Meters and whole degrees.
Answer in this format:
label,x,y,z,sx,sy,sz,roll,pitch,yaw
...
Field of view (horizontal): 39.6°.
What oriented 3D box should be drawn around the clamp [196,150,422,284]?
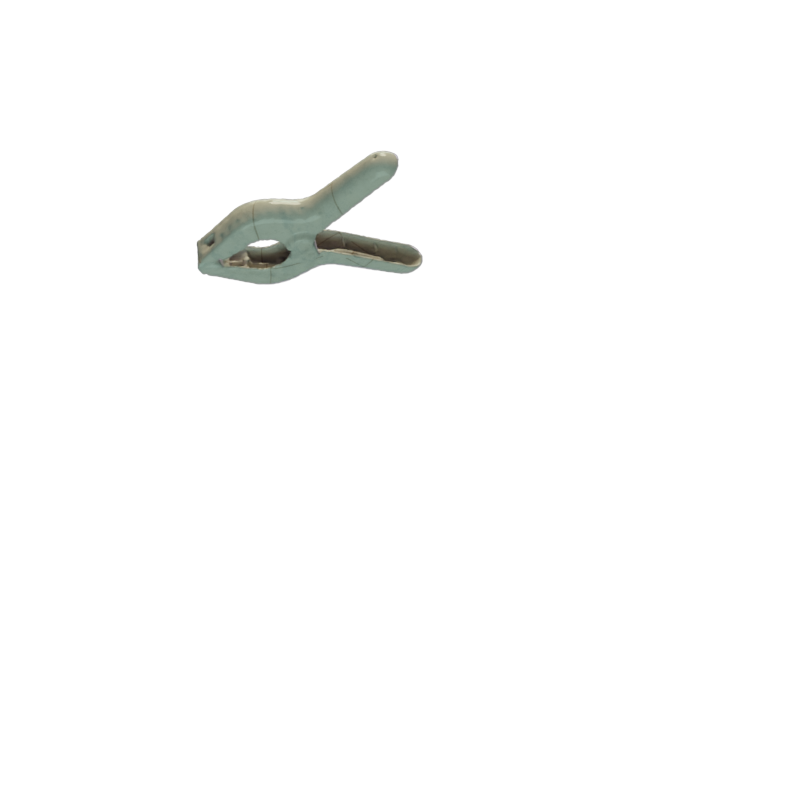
label,x,y,z,sx,sy,sz,roll,pitch,yaw
clamp,-0.066,-0.120,0.840,0.173,0.042,0.111,-15,-47,14
